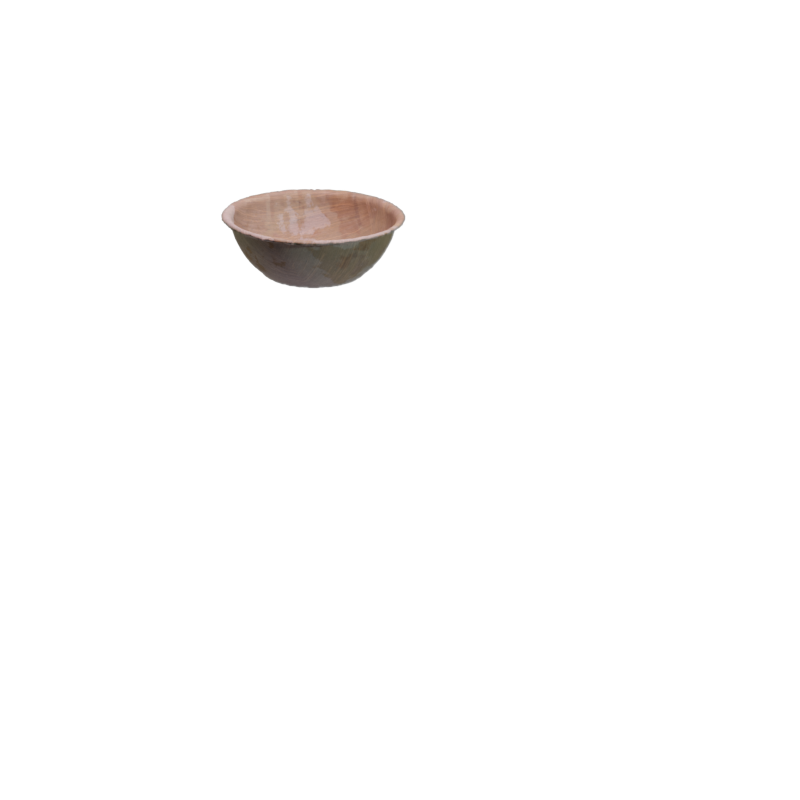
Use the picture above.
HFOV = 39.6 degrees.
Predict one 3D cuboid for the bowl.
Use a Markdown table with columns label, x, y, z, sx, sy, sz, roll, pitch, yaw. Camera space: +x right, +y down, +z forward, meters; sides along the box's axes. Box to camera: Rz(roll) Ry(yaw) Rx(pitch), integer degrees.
| label | x | y | z | sx | sy | sz | roll | pitch | yaw |
| --- | --- | --- | --- | --- | --- | --- | --- | --- | --- |
| bowl | -0.077 | -0.141 | 0.986 | 0.162 | 0.052 | 0.170 | -1 | 25 | -2 |
